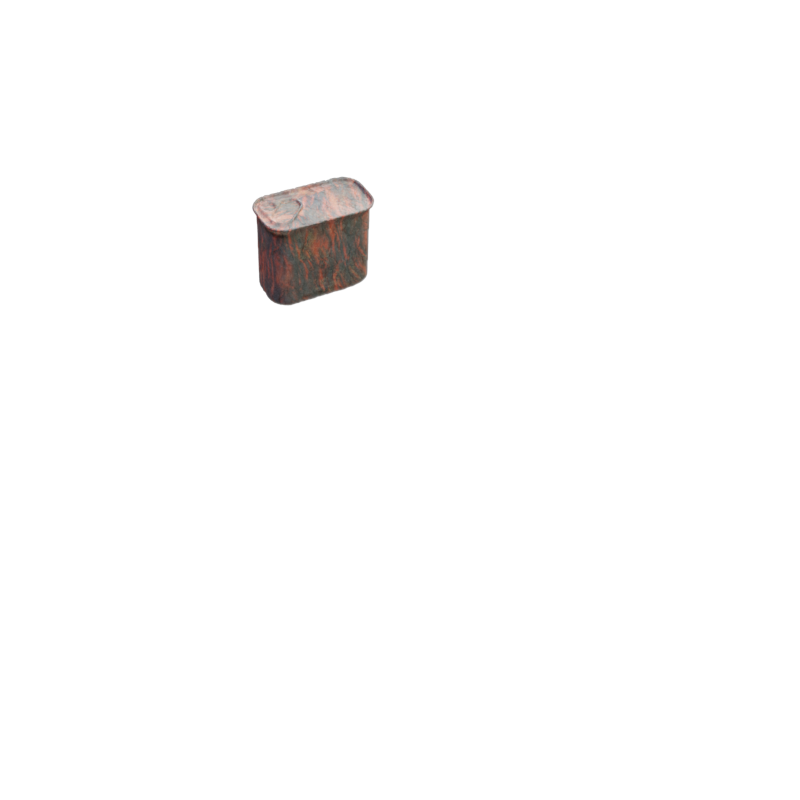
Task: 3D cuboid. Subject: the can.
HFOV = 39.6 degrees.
[{"bbox_3d":[-0.076,-0.139,0.972,0.101,0.078,0.062,-17,43,-21],"label":"can"}]
